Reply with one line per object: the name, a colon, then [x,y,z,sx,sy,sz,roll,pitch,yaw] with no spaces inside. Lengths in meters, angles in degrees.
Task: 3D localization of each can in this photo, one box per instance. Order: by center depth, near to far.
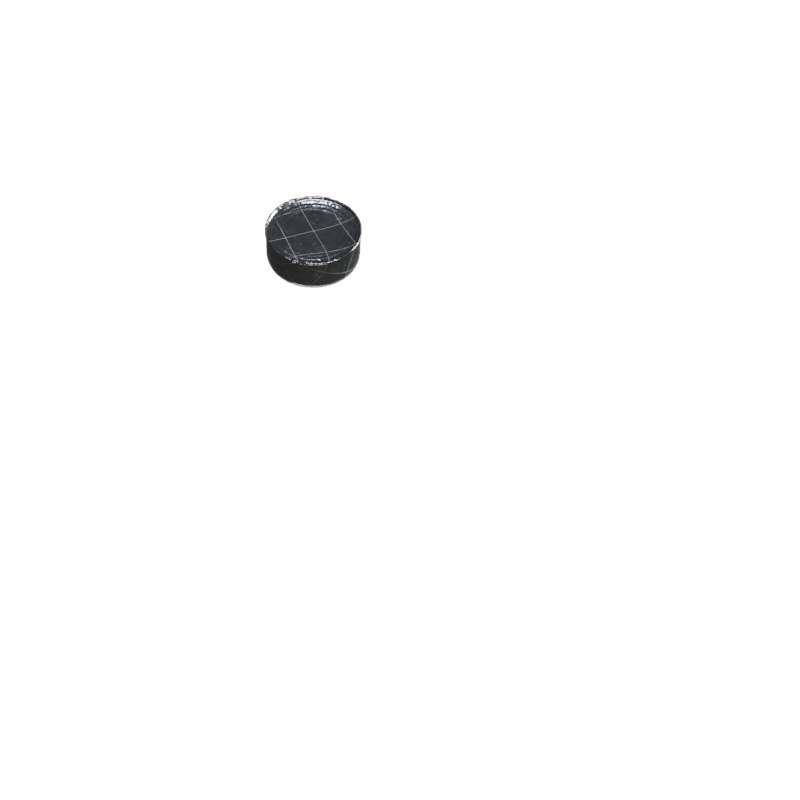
can: [-0.077,-0.141,0.990,0.086,0.092,0.031,-1,-41,-1]
